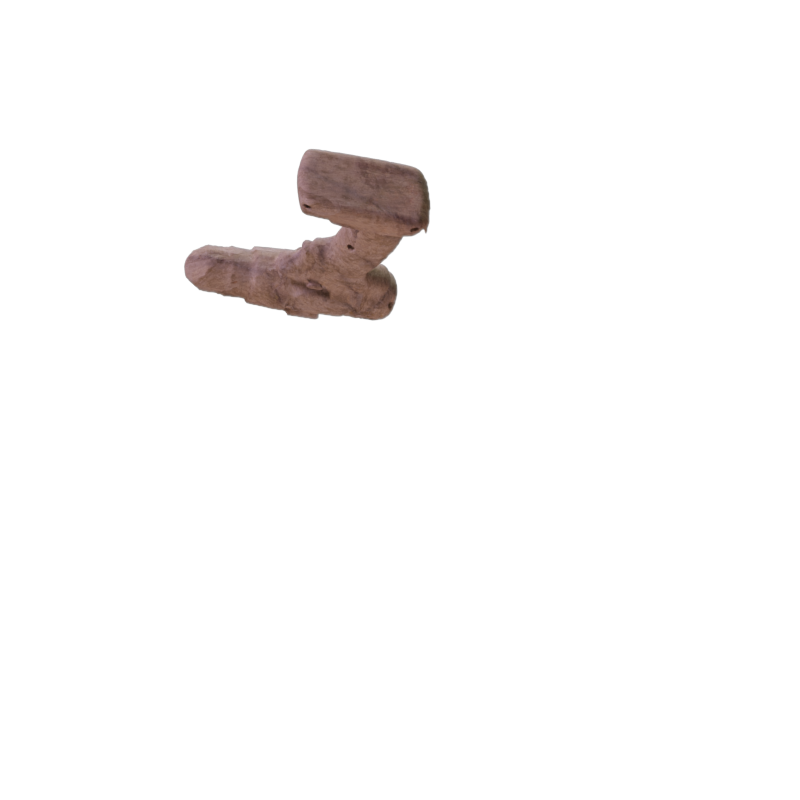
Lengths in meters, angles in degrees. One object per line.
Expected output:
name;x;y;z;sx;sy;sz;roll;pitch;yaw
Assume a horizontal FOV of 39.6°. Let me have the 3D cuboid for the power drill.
power drill;-0.070;-0.127;0.892;0.180;0.061;0.182;7;-24;-17
